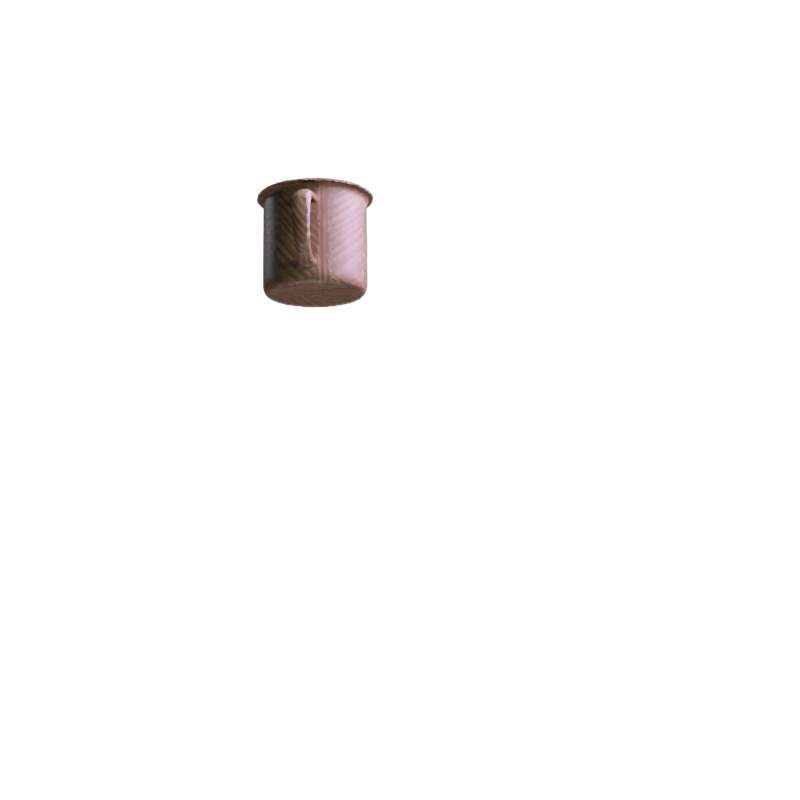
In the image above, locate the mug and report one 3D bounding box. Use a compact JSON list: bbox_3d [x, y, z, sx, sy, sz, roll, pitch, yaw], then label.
[{"bbox_3d":[-0.068,-0.123,0.863,0.094,0.085,0.112,-1,-13,3],"label":"mug"}]
